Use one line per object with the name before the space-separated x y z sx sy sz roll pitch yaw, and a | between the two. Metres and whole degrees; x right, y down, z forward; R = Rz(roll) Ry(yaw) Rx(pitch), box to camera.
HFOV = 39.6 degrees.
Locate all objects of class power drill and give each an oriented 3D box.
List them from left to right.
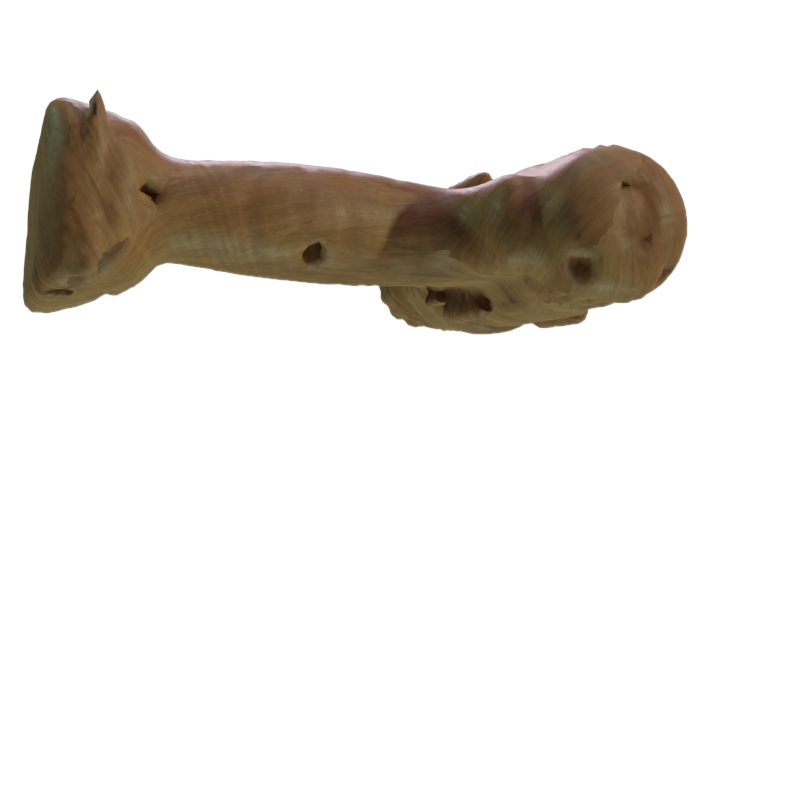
power drill | -0.029 -0.053 0.374 0.183 0.058 0.186 1 -3 -17
